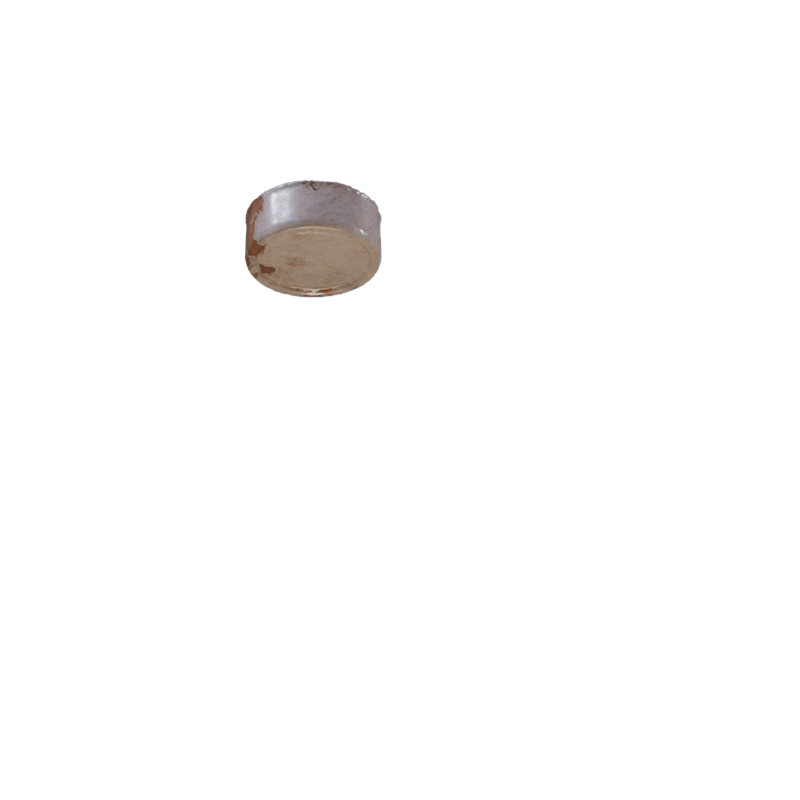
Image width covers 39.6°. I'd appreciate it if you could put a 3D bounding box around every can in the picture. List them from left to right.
[{"bbox_3d":[-0.054,-0.099,0.690,0.086,0.036,0.081,1,-28,-2],"label":"can"}]
